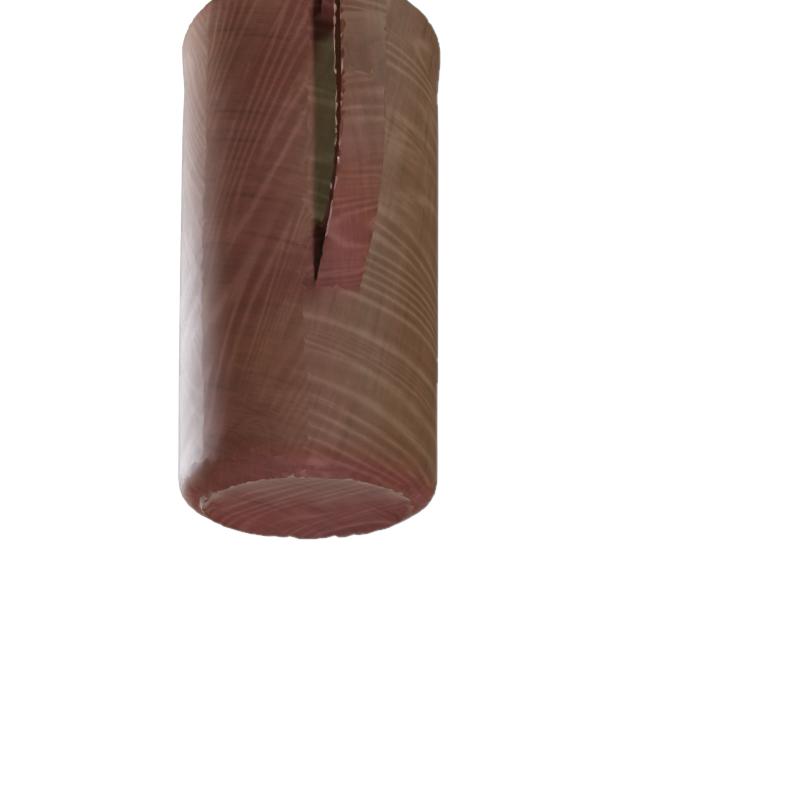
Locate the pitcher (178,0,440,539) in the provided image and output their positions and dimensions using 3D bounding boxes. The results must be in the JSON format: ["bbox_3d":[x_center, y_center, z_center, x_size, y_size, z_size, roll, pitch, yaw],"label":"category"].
[{"bbox_3d":[-0.040,-0.072,0.507,0.147,0.258,0.138,-16,-30,25],"label":"pitcher"}]
